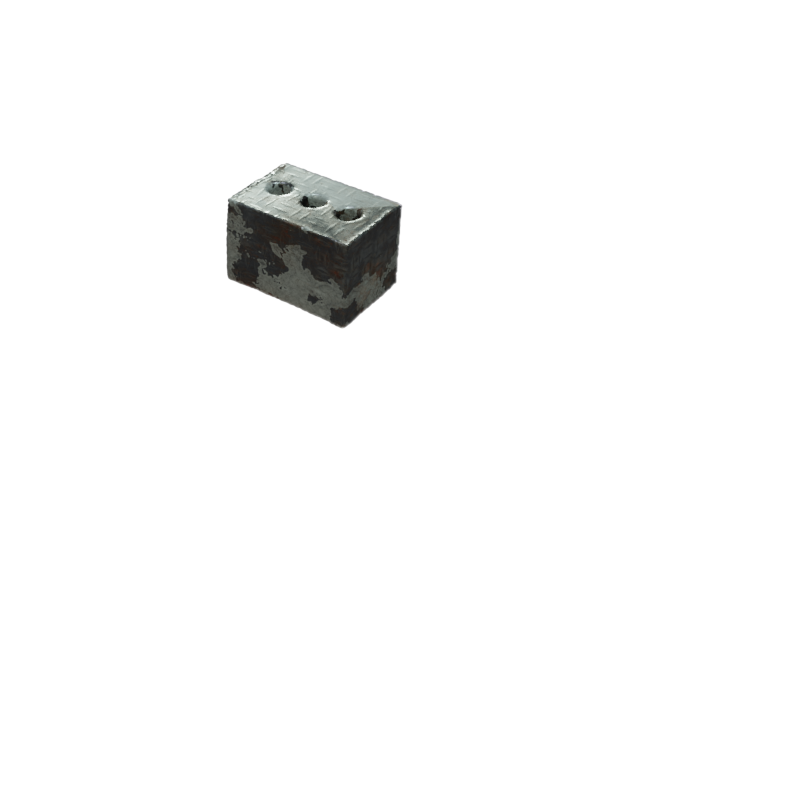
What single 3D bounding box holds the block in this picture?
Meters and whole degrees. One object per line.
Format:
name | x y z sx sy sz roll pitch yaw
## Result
block | -0.045 -0.083 0.580 0.082 0.048 0.053 23 42 26
